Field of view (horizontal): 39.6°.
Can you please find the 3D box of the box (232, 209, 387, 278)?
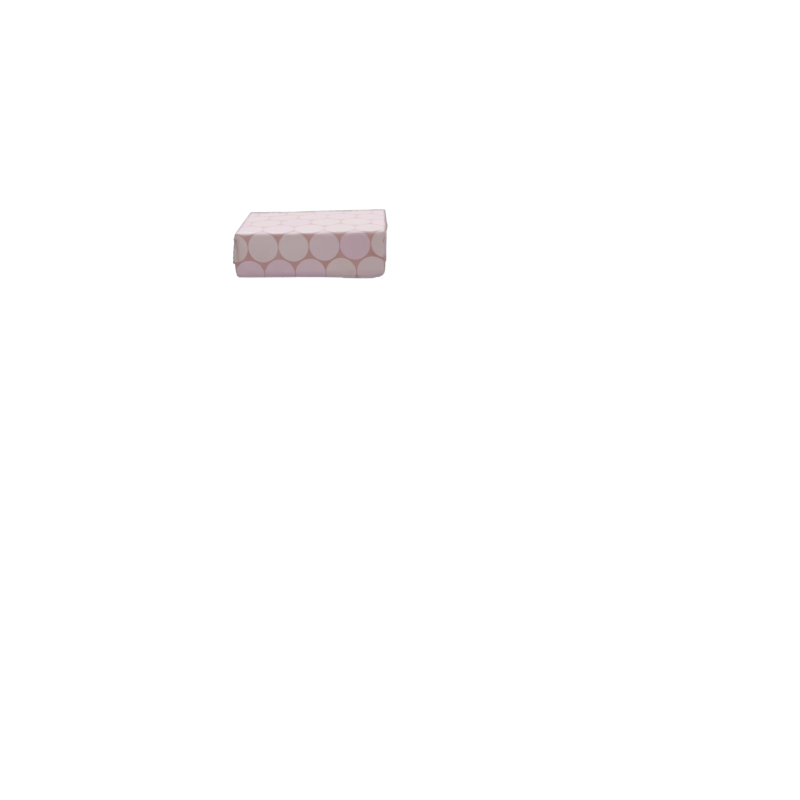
[{"bbox_3d":[-0.067,-0.122,0.851,0.114,0.037,0.093,1,19,2],"label":"box"}]
